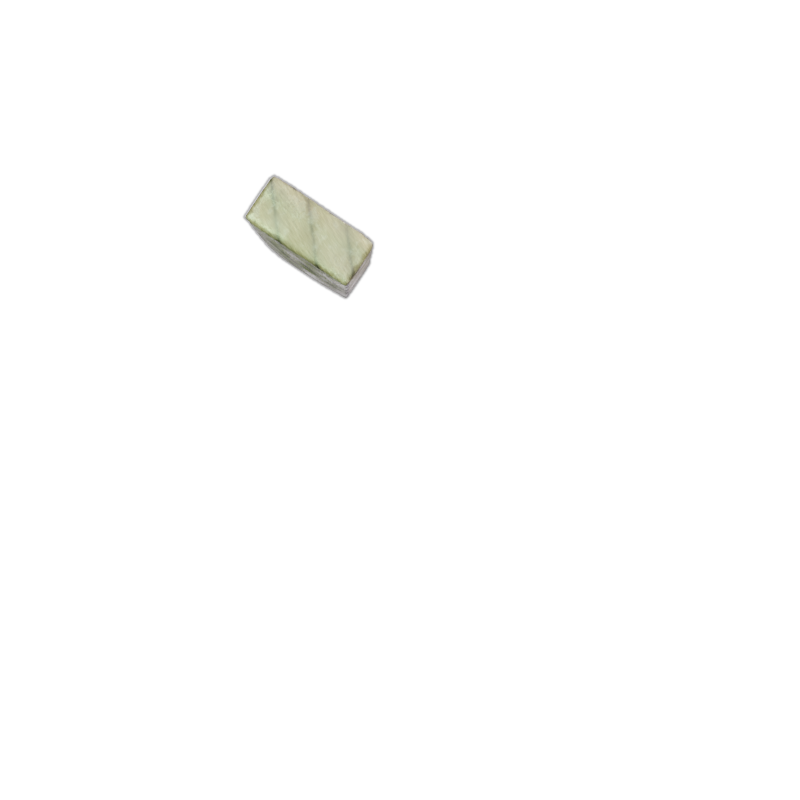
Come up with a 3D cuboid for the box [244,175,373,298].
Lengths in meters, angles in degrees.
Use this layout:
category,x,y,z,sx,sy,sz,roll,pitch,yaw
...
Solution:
category,x,y,z,sx,sy,sz,roll,pitch,yaw
box,-0.070,-0.128,0.892,0.094,0.048,0.175,34,-2,-2
